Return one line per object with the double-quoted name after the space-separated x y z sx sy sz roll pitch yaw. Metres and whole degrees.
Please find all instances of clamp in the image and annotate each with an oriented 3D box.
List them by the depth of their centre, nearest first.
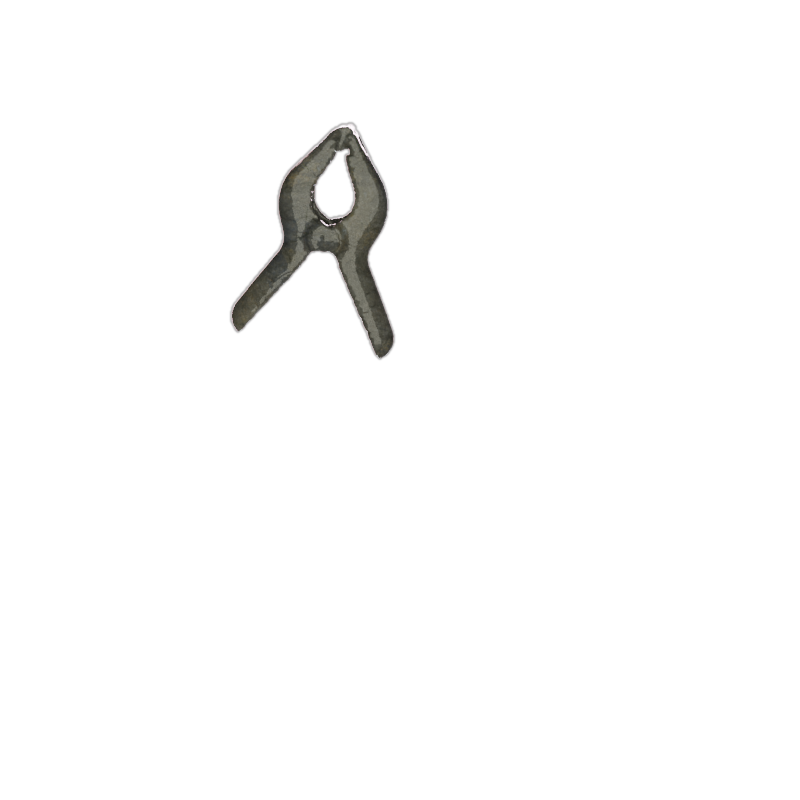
-0.063 -0.115 0.804 0.120 0.168 0.040 1 10 -1 "clamp"
